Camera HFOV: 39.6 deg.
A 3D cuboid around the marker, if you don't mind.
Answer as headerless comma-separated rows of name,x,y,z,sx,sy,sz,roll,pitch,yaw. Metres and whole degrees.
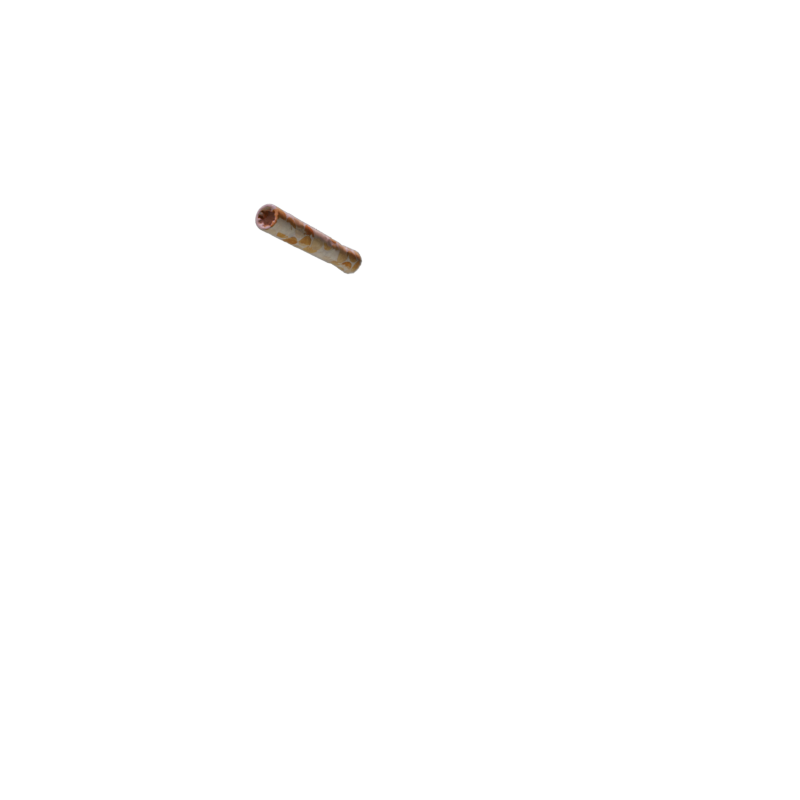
marker,-0.061,-0.111,0.779,0.020,0.020,0.114,3,-9,29
